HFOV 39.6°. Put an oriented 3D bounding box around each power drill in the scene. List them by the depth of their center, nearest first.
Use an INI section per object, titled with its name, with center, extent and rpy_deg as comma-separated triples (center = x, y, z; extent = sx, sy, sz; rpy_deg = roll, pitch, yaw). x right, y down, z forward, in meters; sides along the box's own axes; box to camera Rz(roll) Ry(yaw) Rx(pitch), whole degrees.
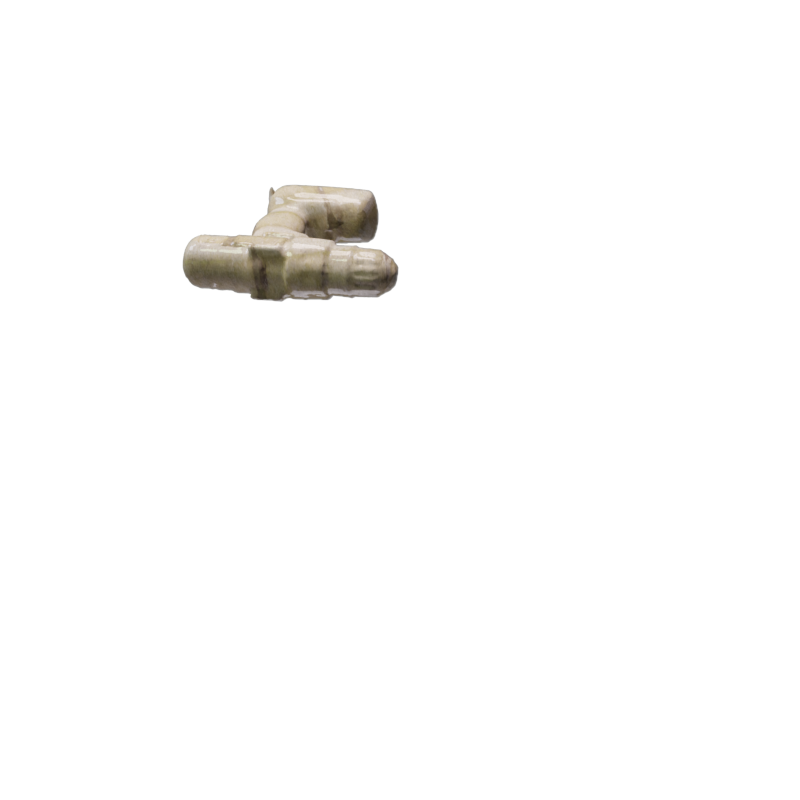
[power drill]
center = -0.077, -0.140, 0.981
extent = 0.189, 0.055, 0.192
rpy_deg = 6, 24, 14
